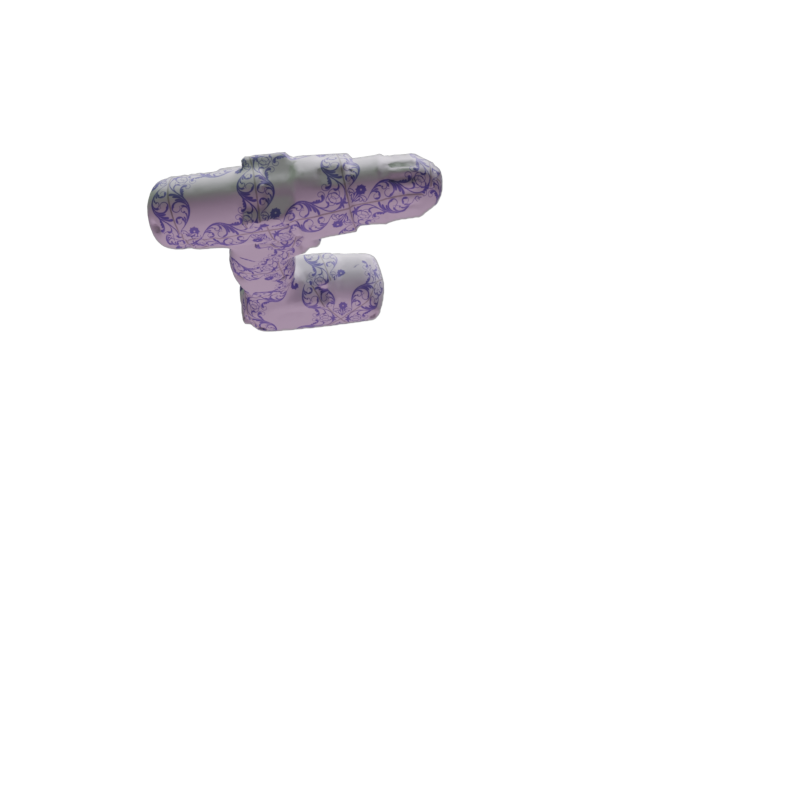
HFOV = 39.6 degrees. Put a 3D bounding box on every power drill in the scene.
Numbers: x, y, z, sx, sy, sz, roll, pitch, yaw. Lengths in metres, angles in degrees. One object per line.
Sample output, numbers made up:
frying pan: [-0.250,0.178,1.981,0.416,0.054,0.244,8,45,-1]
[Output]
power drill: [-0.059,-0.107,0.748,0.186,0.060,0.177,-3,-19,8]
